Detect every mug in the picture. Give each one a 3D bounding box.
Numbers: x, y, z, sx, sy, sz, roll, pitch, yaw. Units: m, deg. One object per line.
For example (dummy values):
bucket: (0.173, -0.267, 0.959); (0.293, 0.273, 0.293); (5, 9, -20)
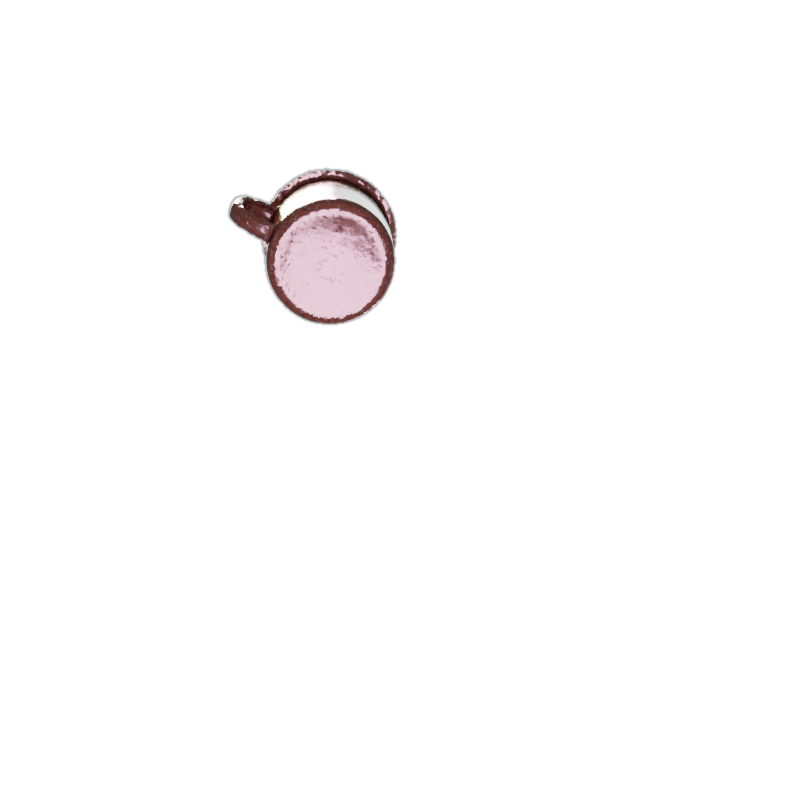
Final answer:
mug: (-0.057, -0.104, 0.725); (0.115, 0.091, 0.085); (25, 14, -8)
